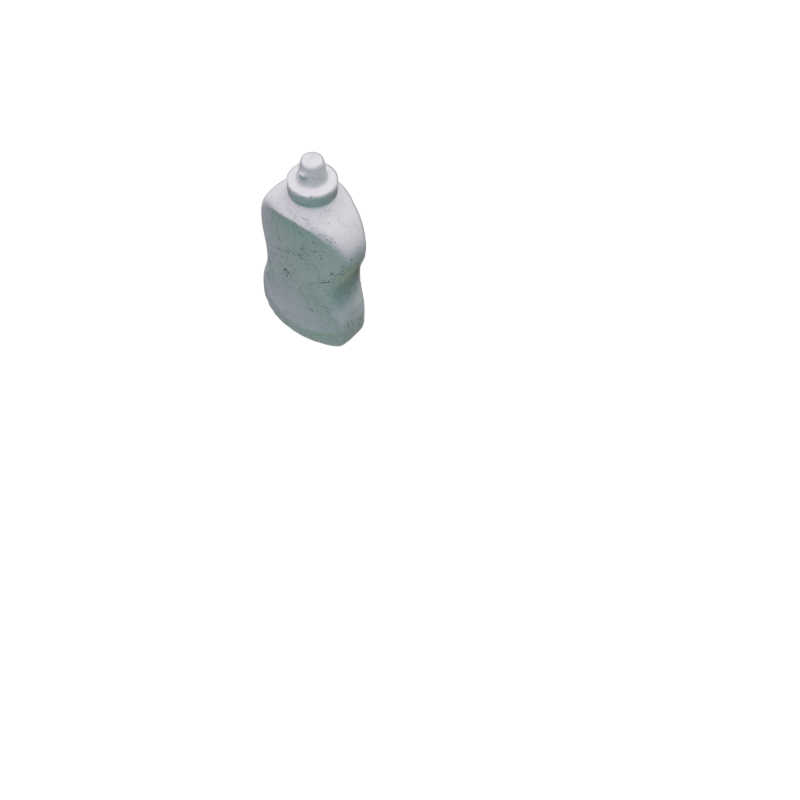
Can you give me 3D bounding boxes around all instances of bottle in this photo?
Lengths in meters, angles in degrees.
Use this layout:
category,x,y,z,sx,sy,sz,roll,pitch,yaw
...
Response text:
category,x,y,z,sx,sy,sz,roll,pitch,yaw
bottle,-0.073,-0.132,0.924,0.102,0.179,0.059,37,59,23
